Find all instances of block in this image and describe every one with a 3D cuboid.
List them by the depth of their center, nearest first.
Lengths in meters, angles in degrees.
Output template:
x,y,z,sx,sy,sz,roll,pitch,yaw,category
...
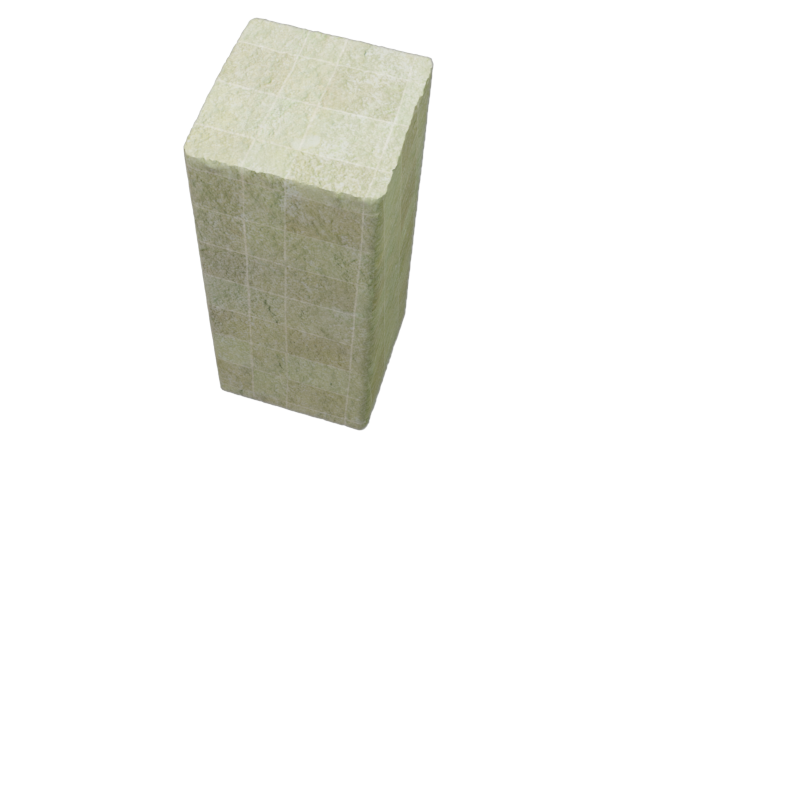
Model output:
x,y,z,sx,sy,sz,roll,pitch,yaw,category
-0.045,-0.080,0.563,0.092,0.095,0.193,16,-31,6,block
